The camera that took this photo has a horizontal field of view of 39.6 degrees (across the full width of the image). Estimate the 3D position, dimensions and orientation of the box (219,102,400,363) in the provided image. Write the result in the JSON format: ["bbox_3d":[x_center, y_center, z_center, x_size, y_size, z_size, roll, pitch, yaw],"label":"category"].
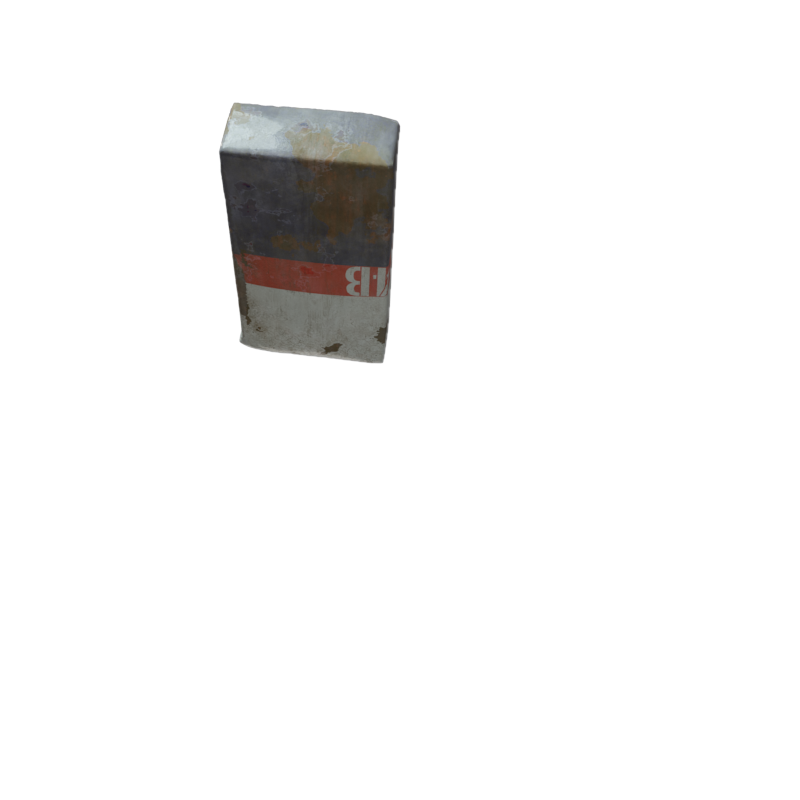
[{"bbox_3d":[-0.050,-0.092,0.641,0.094,0.051,0.164,8,-38,3],"label":"box"}]
